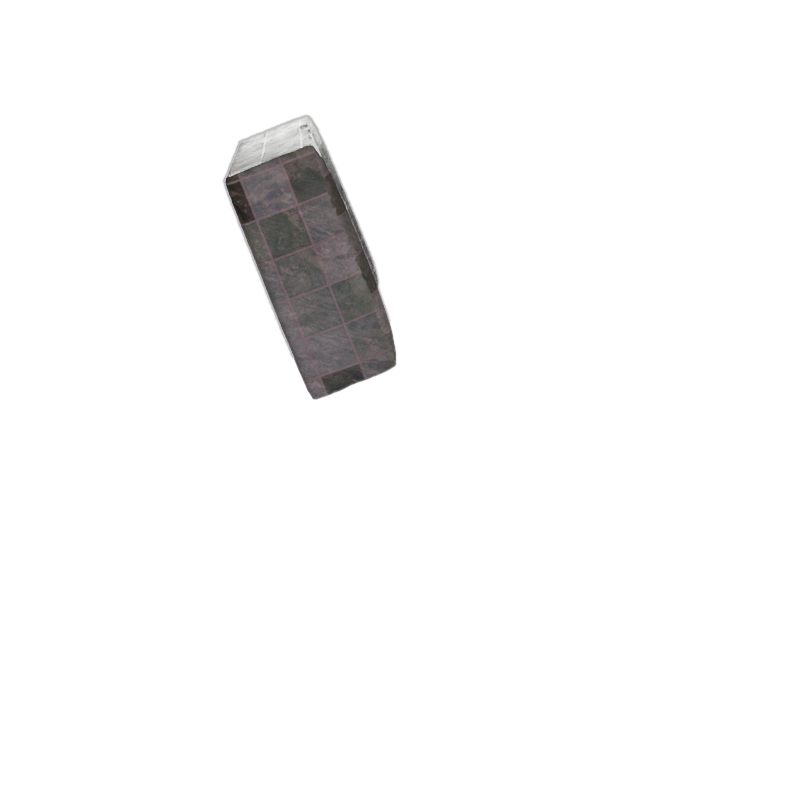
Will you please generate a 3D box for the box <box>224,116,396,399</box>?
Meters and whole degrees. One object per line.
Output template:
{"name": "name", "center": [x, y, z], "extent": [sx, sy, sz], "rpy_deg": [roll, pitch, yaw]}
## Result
{"name": "box", "center": [-0.065, -0.118, 0.826], "extent": [0.072, 0.158, 0.222], "rpy_deg": [-21, 17, 3]}
